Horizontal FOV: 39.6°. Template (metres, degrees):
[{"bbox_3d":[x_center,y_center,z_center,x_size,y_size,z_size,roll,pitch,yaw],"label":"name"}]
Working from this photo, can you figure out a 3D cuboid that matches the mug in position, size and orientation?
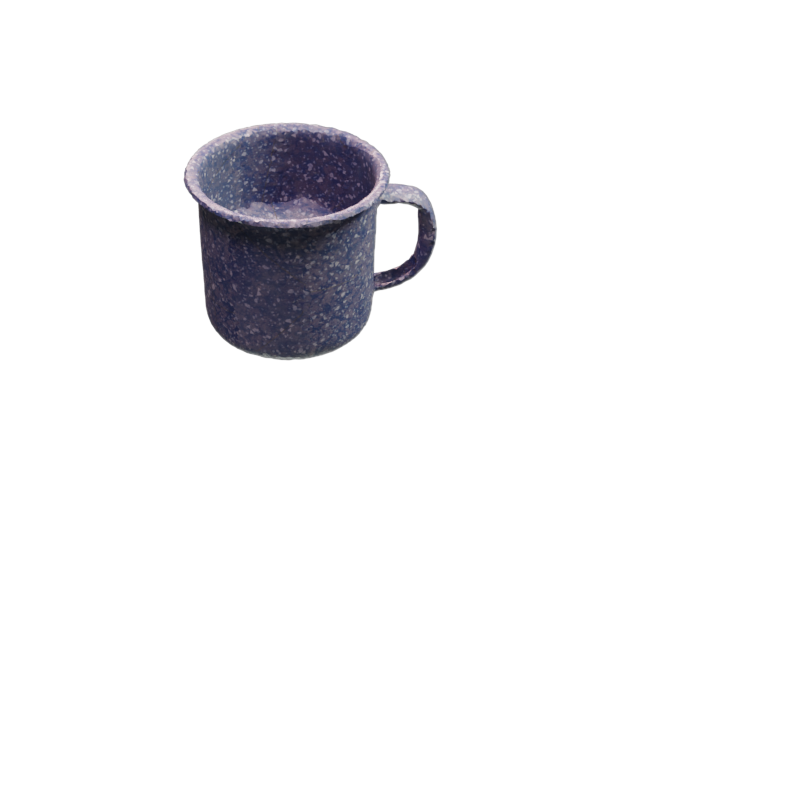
[{"bbox_3d":[-0.041,-0.075,0.524,0.116,0.076,0.100,-5,38,-8],"label":"mug"}]
